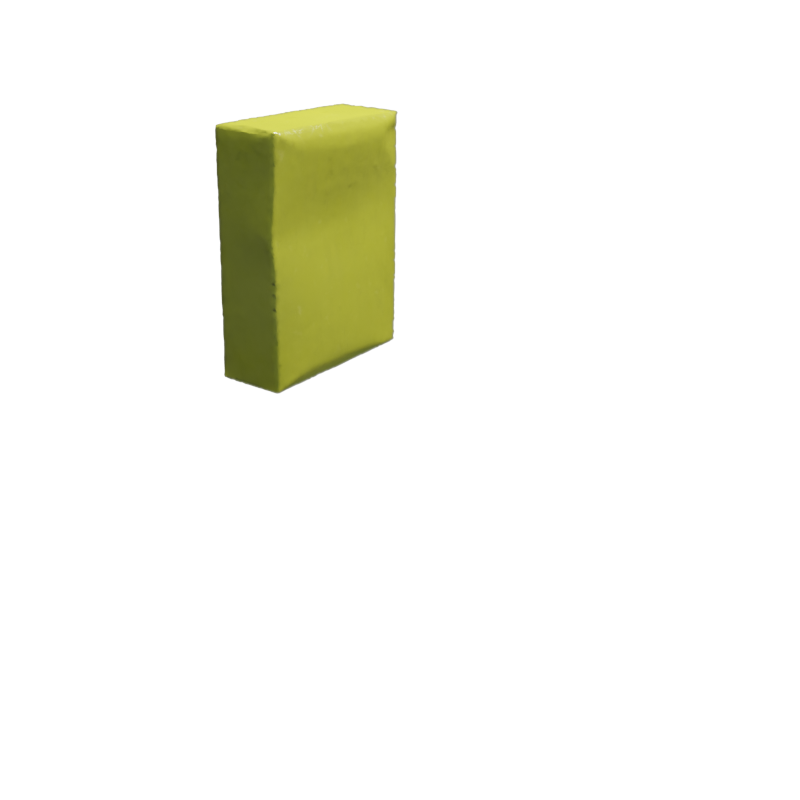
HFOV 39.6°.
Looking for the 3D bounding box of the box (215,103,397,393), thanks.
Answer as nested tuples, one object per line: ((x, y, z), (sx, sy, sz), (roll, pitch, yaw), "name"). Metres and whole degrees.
((-0.073, -0.134, 0.935), (0.076, 0.206, 0.162), (13, 22, 35), "box")
